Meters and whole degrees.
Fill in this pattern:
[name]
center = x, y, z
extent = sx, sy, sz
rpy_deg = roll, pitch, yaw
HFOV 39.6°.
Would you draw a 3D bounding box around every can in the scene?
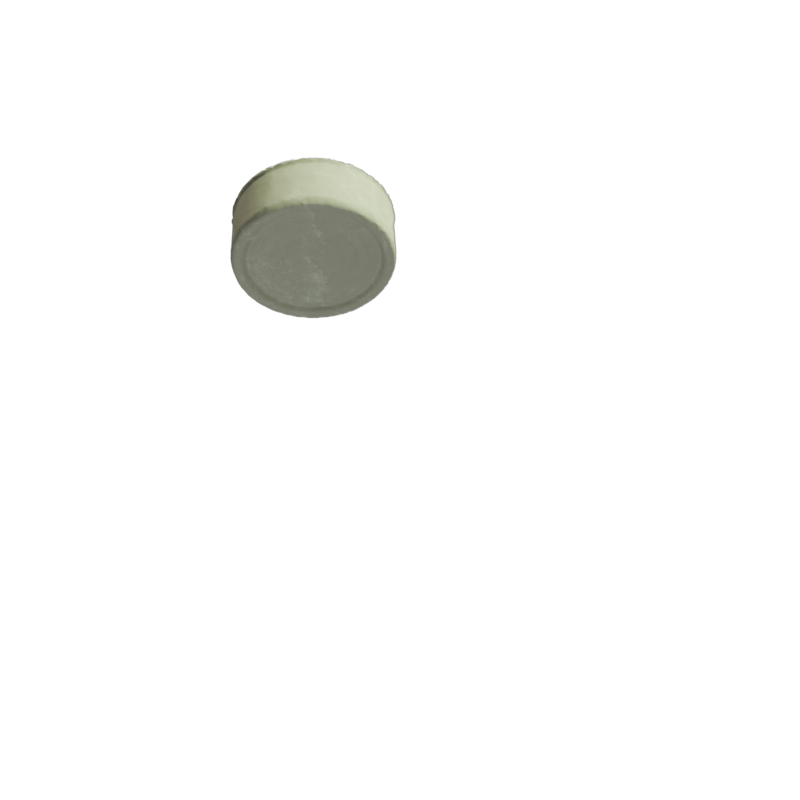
[can]
center = -0.045, -0.081, 0.570
extent = 0.086, 0.036, 0.080
rpy_deg = 1, -42, -1
